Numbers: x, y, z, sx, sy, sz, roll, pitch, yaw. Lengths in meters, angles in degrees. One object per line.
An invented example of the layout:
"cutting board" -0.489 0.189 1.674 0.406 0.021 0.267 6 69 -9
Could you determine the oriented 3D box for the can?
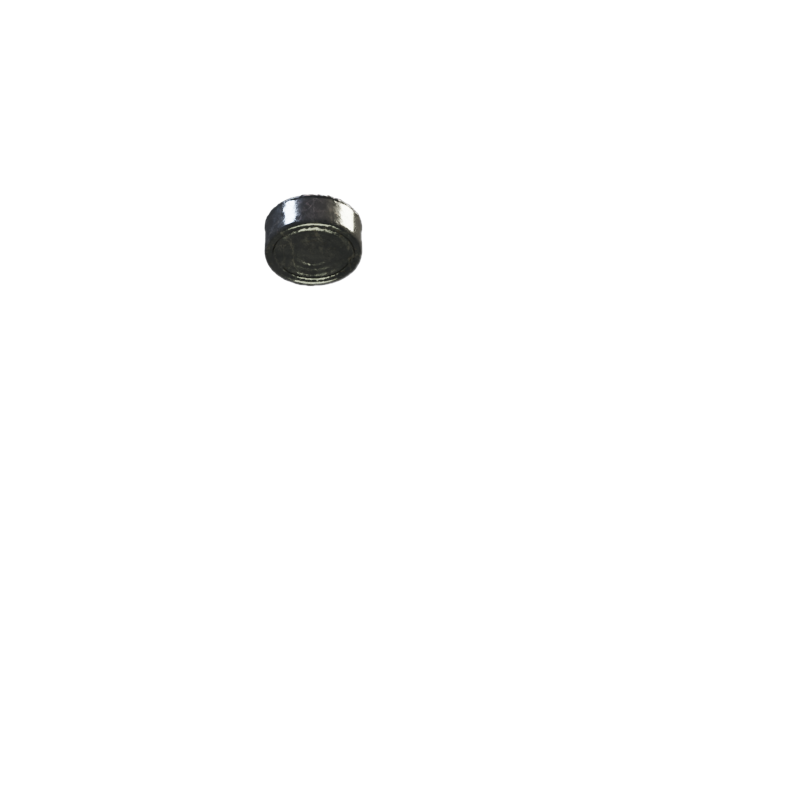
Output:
"can" -0.075 -0.137 0.961 0.086 0.036 0.080 1 -37 -2
